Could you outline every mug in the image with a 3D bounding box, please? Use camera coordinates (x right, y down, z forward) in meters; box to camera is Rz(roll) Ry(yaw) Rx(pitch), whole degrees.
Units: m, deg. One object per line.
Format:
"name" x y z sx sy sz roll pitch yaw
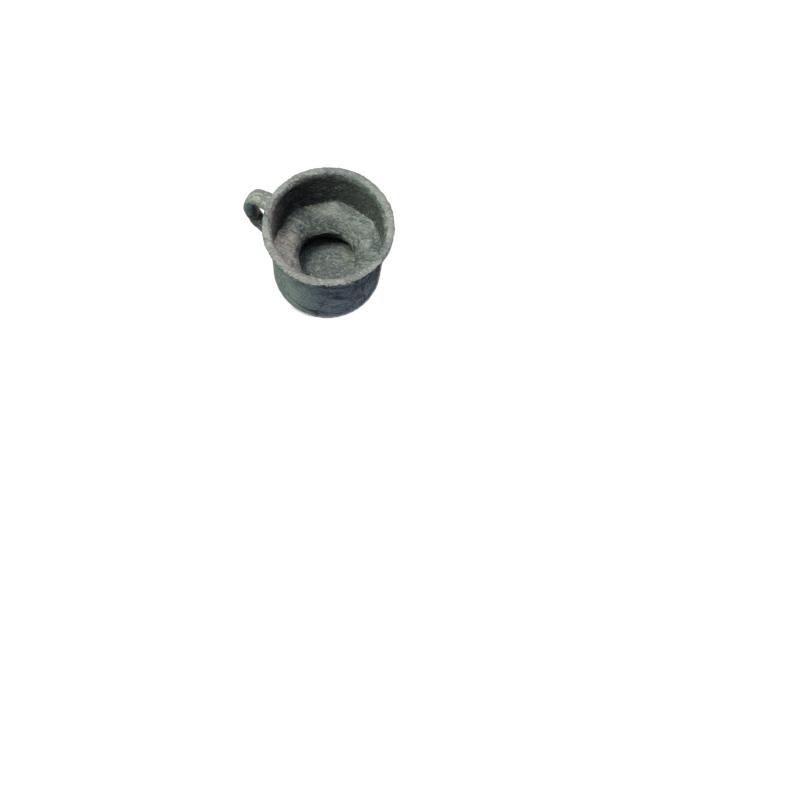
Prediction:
"mug" -0.063 -0.116 0.810 0.120 0.096 0.077 27 -20 9
